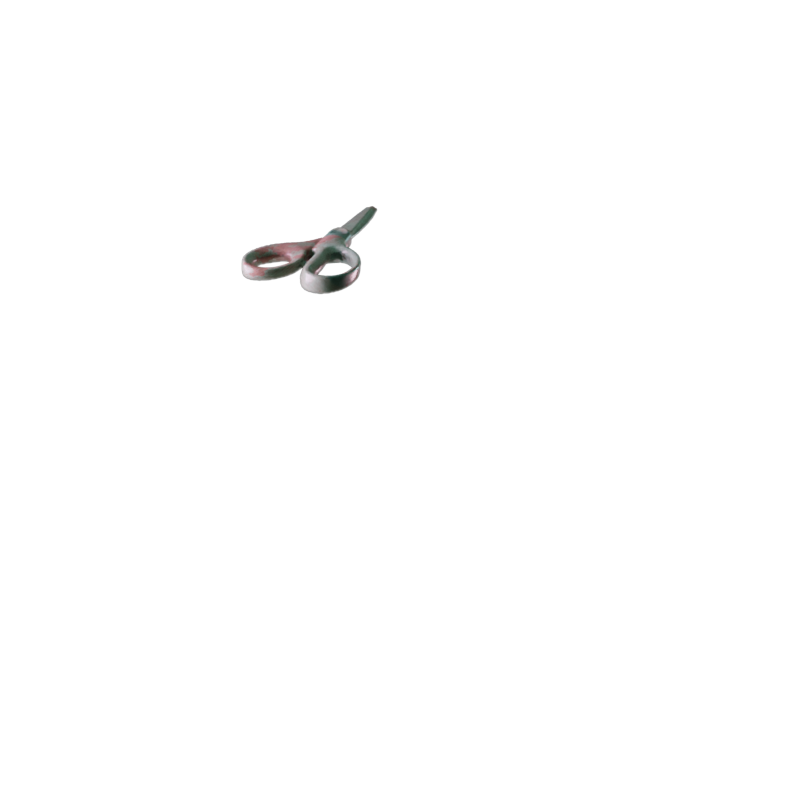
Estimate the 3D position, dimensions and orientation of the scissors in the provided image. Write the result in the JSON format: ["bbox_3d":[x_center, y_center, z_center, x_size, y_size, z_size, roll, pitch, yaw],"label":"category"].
[{"bbox_3d":[-0.068,-0.123,0.863,0.096,0.015,0.211,0,24,0],"label":"scissors"}]
